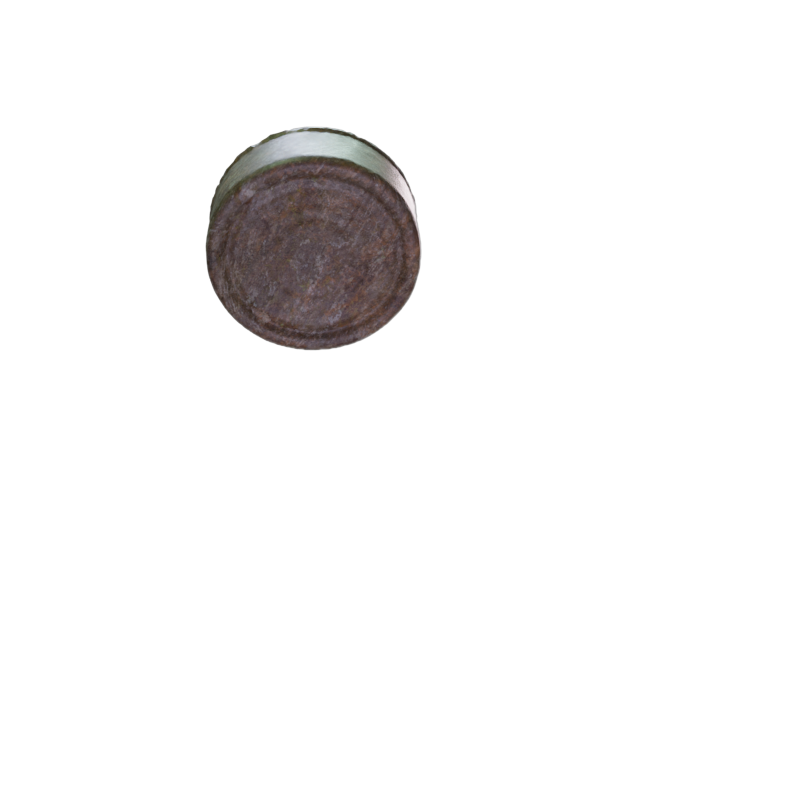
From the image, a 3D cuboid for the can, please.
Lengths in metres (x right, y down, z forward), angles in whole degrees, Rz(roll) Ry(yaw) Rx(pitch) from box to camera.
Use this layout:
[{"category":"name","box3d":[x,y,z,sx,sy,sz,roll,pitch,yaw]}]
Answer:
[{"category":"can","box3d":[-0.035,-0.063,0.443,0.086,0.081,0.036,1,29,-1]}]
